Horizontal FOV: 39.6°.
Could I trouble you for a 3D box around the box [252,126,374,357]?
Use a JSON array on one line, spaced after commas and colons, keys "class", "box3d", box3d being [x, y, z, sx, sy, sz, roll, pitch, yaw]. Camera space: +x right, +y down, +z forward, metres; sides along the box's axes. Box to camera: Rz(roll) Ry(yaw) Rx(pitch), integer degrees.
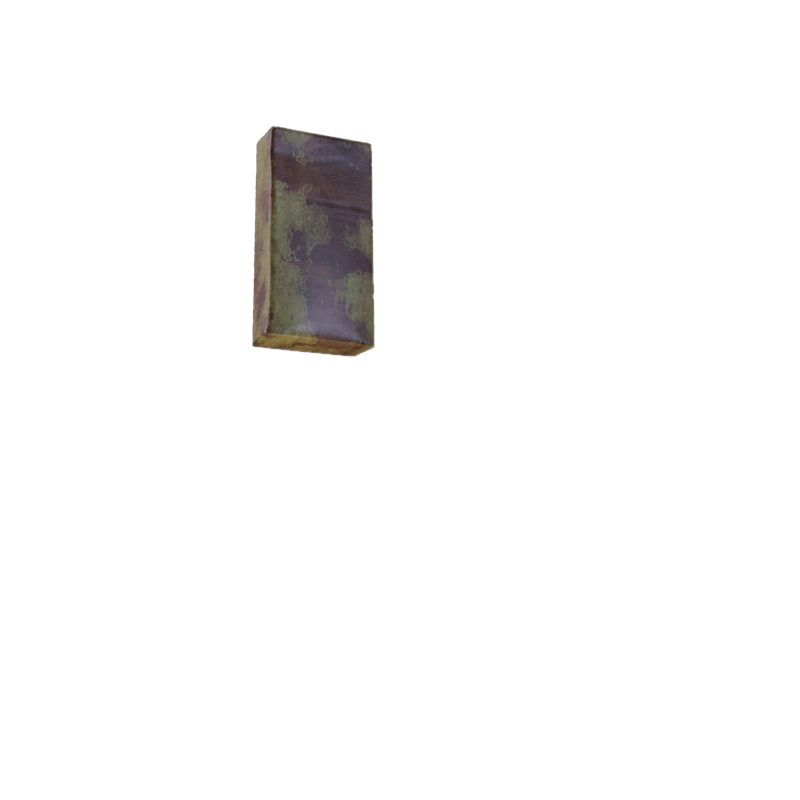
[{"class": "box", "box3d": [-0.070, -0.128, 0.901, 0.090, 0.185, 0.047, 7, -21, -23]}]
